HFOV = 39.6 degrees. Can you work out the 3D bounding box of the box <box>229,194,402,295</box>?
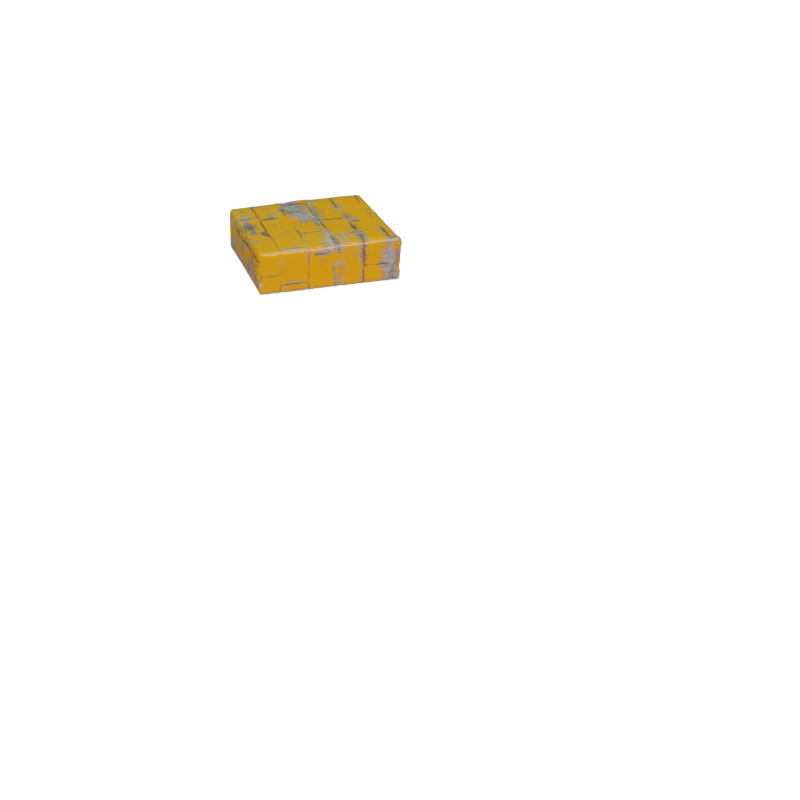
[{"bbox_3d":[-0.053,-0.096,0.676,0.088,0.028,0.078,-9,31,-16],"label":"box"}]
